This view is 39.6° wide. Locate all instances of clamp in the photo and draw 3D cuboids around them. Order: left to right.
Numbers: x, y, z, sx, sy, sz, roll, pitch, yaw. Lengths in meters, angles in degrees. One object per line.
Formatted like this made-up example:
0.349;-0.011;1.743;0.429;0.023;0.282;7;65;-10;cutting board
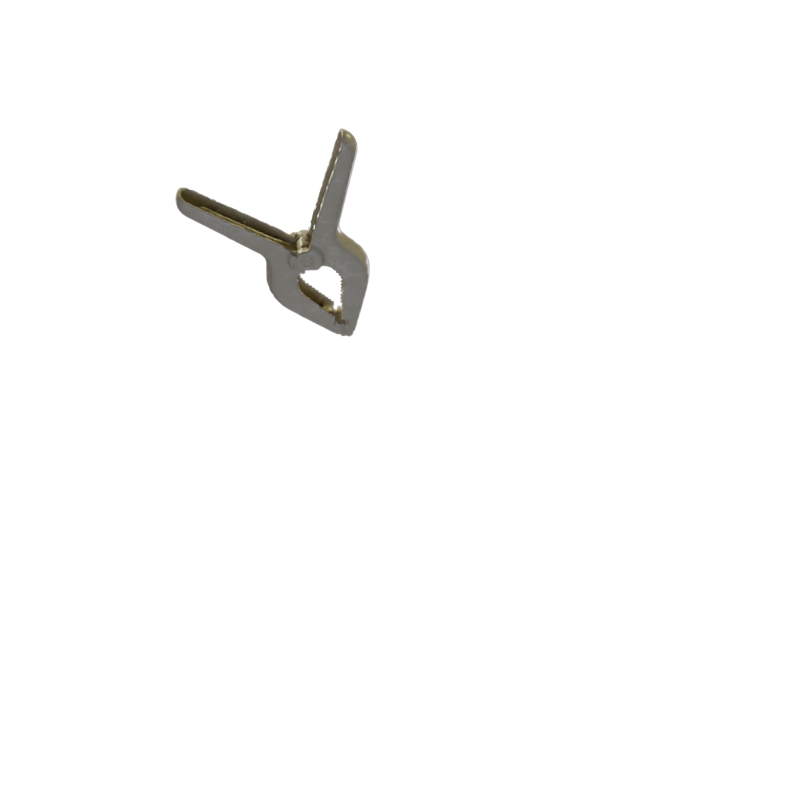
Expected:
-0.077;-0.140;0.983;0.165;0.195;0.039;-22;37;18;clamp
